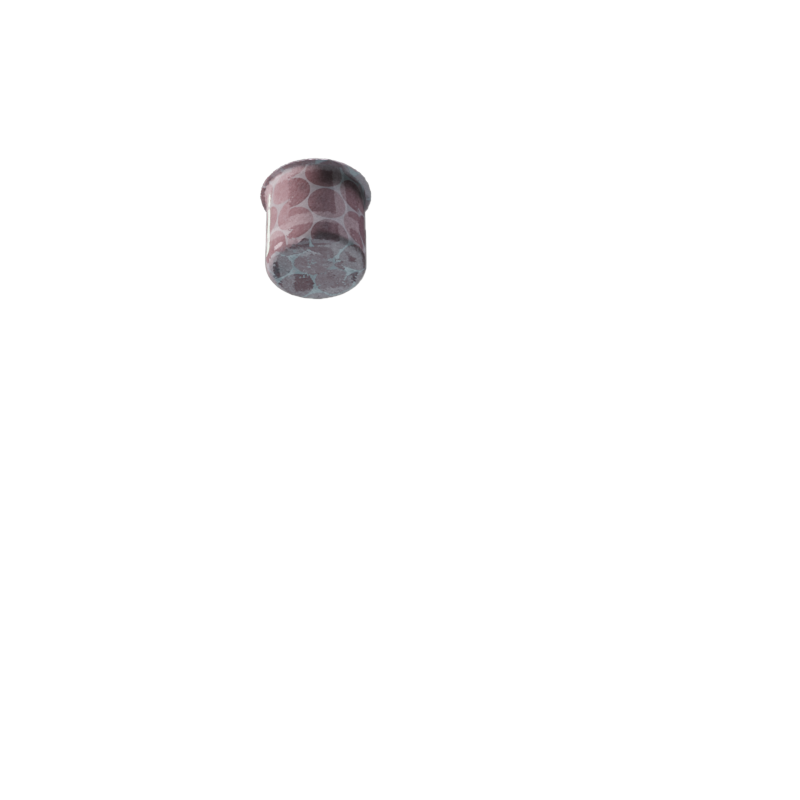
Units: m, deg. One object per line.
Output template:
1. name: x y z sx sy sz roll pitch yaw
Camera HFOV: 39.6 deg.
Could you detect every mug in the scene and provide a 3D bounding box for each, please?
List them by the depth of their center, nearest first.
1. mug: -0.072 -0.131 0.915 0.092 0.087 0.111 6 -36 -11
